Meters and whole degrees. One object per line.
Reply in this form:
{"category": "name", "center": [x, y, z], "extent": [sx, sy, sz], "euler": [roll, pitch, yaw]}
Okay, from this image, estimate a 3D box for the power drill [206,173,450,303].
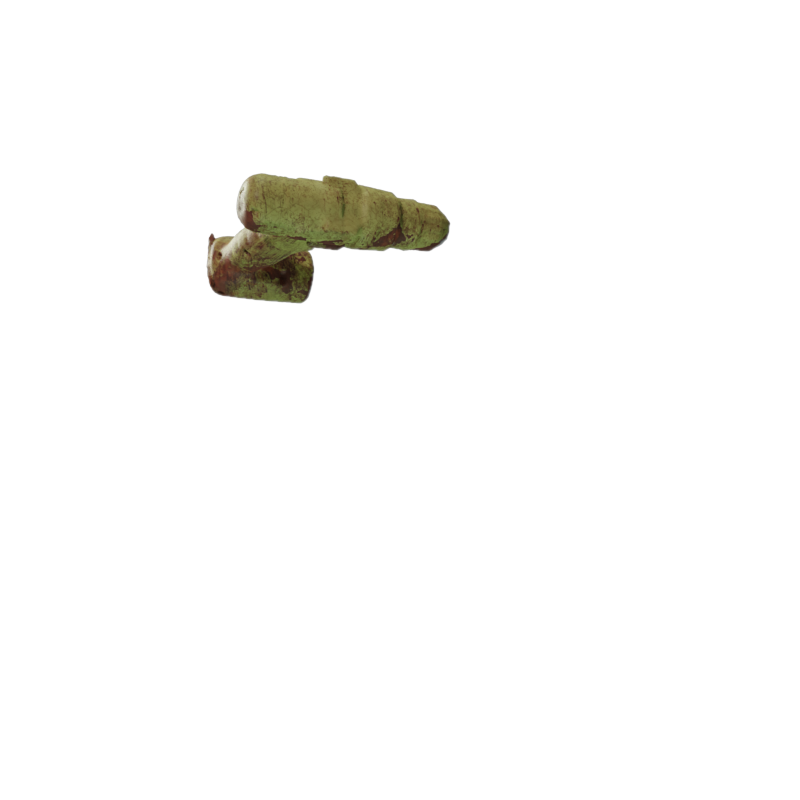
{"category": "power drill", "center": [-0.075, -0.136, 0.956], "extent": [0.178, 0.060, 0.186], "euler": [8, -17, -25]}
